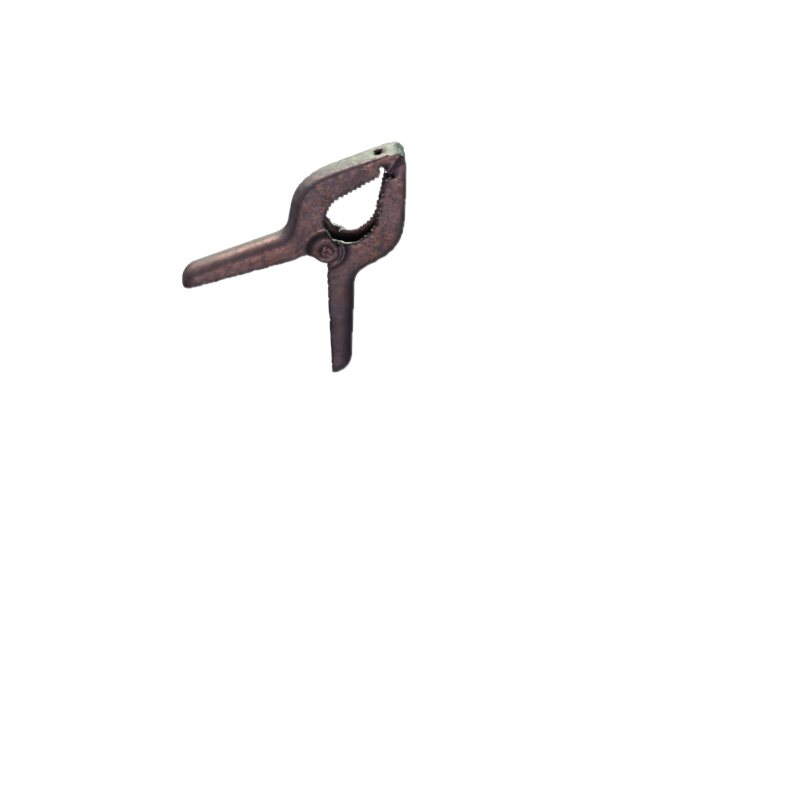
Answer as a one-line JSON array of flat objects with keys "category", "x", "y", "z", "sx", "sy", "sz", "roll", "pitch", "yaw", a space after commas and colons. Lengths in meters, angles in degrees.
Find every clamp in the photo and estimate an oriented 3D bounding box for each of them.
[{"category": "clamp", "x": -0.071, "y": -0.129, "z": 0.905, "sx": 0.159, "sy": 0.203, "sz": 0.039, "roll": 25, "pitch": 28, "yaw": -15}]
